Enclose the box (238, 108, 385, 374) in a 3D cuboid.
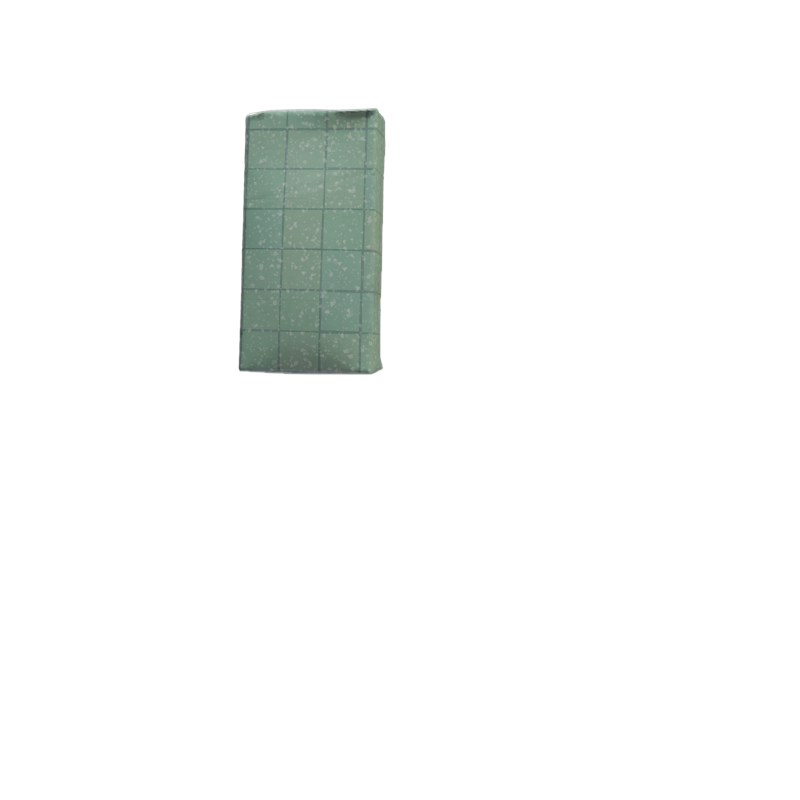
[{"bbox_3d":[-0.059,-0.107,0.747,0.095,0.177,0.047,0,-2,11],"label":"box"}]
